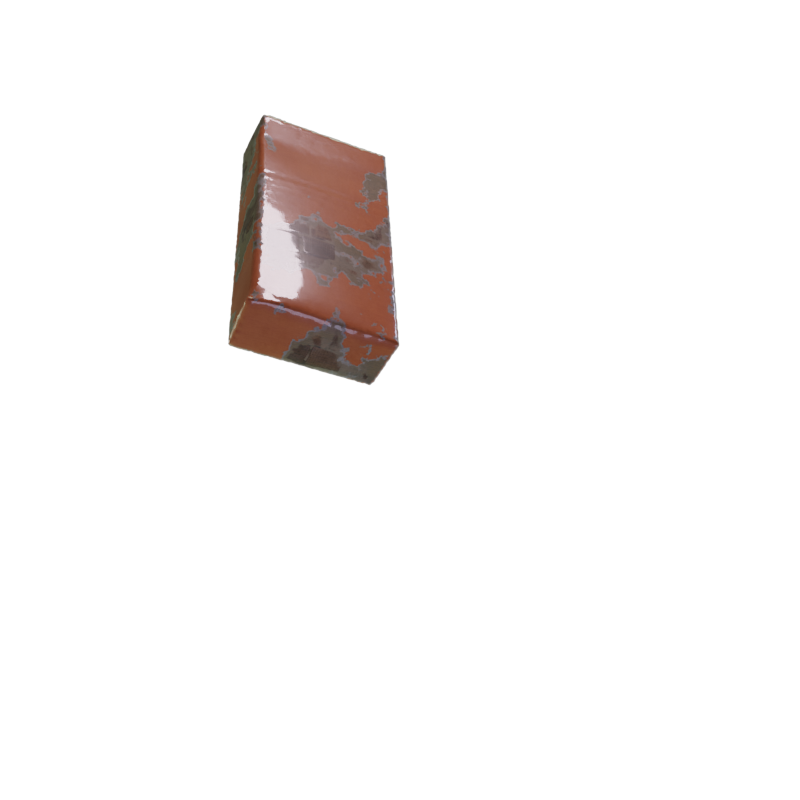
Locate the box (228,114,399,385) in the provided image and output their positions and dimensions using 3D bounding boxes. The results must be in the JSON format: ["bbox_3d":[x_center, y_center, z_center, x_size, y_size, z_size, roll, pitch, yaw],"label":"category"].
[{"bbox_3d":[-0.054,-0.098,0.690,0.090,0.189,0.046,16,-49,-18],"label":"box"}]
